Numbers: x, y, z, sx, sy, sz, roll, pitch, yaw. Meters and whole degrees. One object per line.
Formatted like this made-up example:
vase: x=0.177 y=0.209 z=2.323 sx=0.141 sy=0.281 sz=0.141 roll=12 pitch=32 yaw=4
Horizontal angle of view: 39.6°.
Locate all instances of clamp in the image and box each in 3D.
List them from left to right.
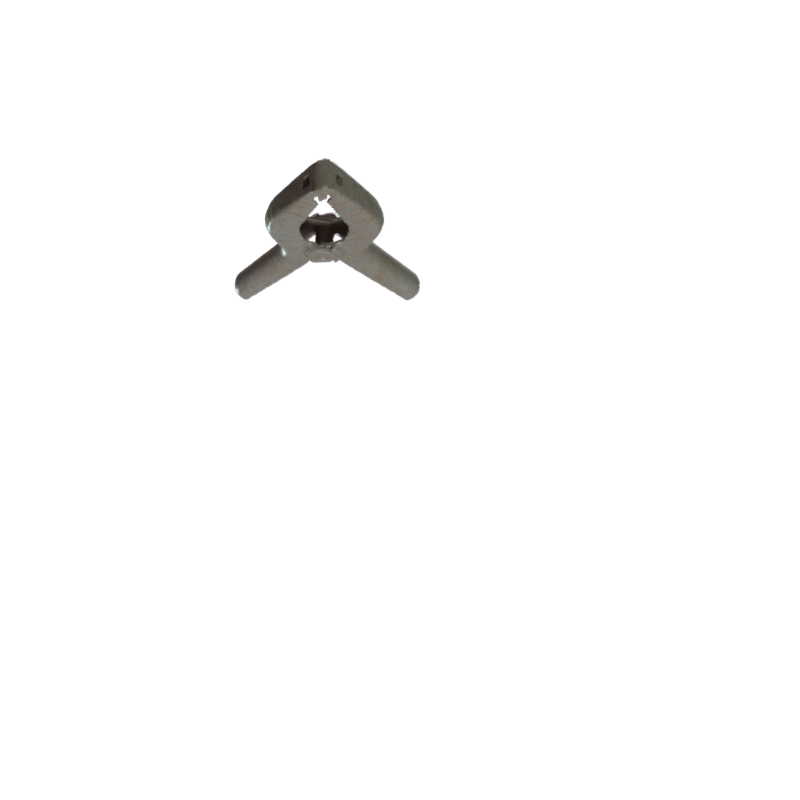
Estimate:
clamp: x=-0.072 y=-0.131 z=0.919 sx=0.166 sy=0.038 sz=0.197 roll=-2 pitch=-22 yaw=6
